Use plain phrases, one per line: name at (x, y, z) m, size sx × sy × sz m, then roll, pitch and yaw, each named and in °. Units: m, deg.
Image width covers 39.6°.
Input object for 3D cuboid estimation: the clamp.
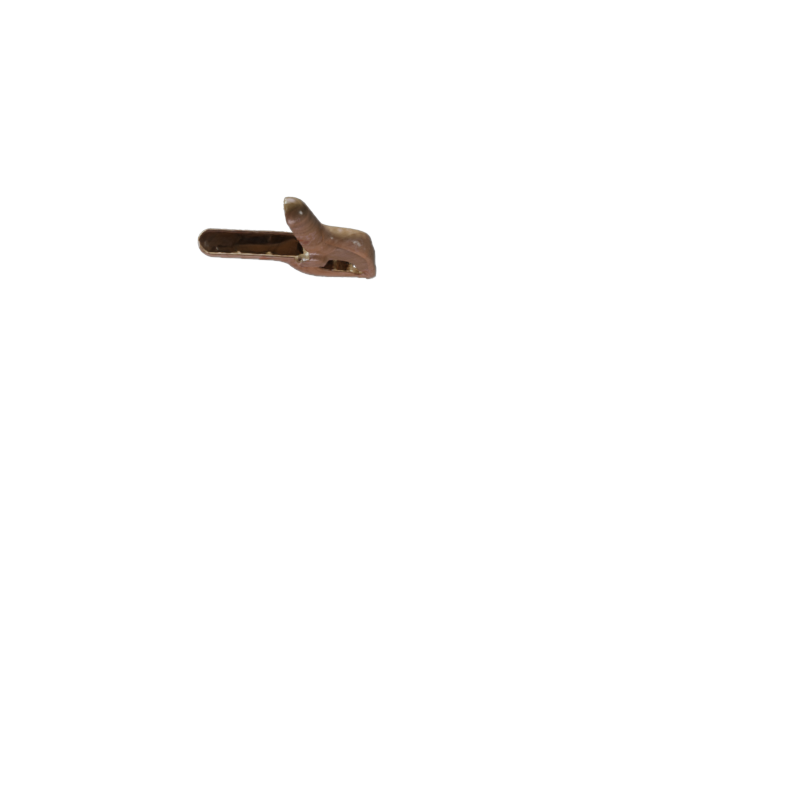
clamp at (-0.075, -0.137, 0.962) m, size 0.164 × 0.040 × 0.123 m, roll 4°, pitch -7°, yaw -38°
